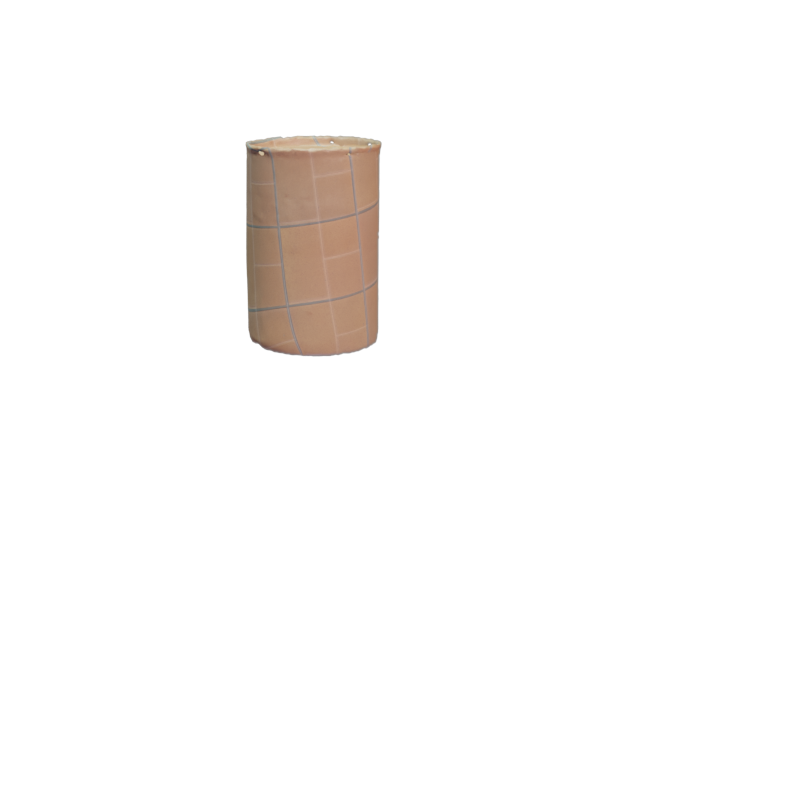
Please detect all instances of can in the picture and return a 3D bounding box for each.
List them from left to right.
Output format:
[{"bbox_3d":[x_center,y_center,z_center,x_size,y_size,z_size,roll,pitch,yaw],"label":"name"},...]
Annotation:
[{"bbox_3d":[-0.044,-0.080,0.561,0.068,0.099,0.071,0,13,-2],"label":"can"}]
